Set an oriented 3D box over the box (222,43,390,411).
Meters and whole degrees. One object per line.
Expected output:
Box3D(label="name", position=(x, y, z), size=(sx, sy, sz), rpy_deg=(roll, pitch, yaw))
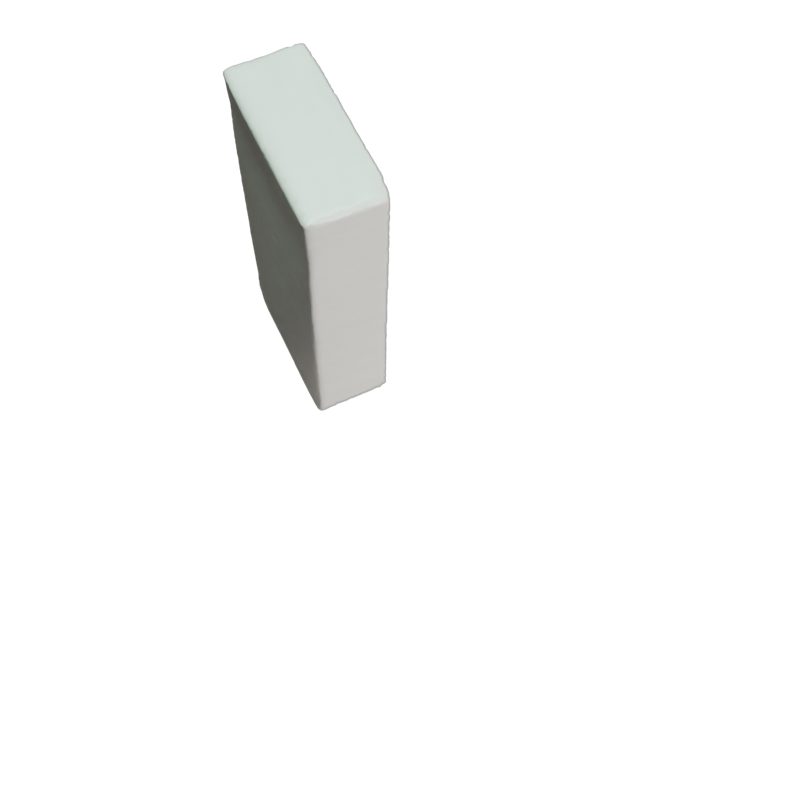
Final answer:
Box3D(label="box", position=(-0.041, -0.075, 0.529), size=(0.048, 0.100, 0.166), rpy_deg=(-20, -25, -14))
